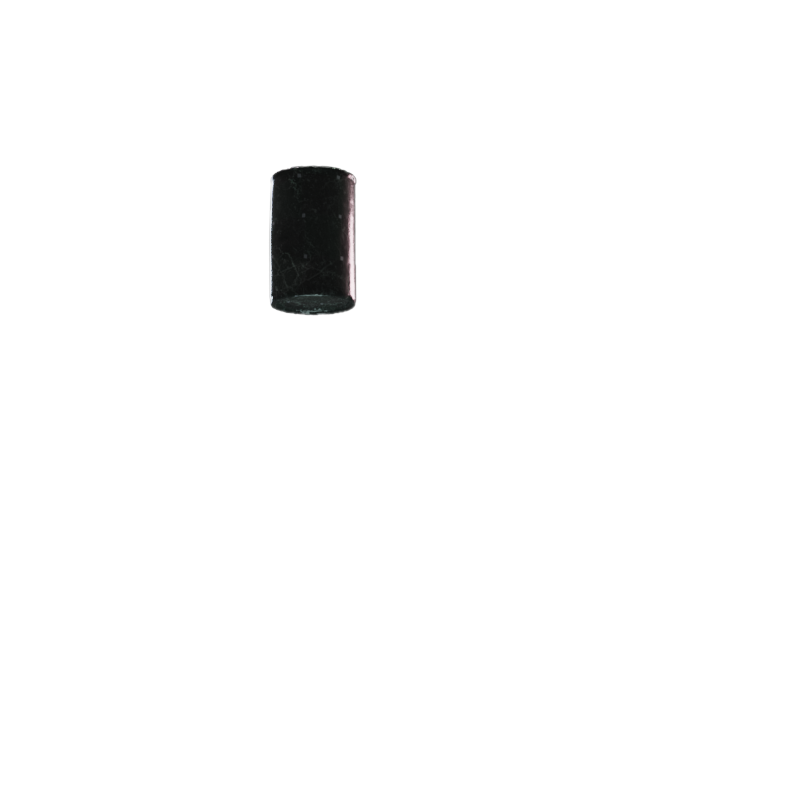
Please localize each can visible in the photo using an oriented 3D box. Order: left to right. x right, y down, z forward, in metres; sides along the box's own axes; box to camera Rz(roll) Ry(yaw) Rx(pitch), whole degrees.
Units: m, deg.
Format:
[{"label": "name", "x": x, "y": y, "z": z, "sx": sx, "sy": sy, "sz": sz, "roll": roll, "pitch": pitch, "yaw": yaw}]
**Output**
[{"label": "can", "x": -0.067, "y": -0.122, "z": 0.858, "sx": 0.068, "sy": 0.106, "sz": 0.066, "roll": 0, "pitch": -14, "yaw": -2}]
